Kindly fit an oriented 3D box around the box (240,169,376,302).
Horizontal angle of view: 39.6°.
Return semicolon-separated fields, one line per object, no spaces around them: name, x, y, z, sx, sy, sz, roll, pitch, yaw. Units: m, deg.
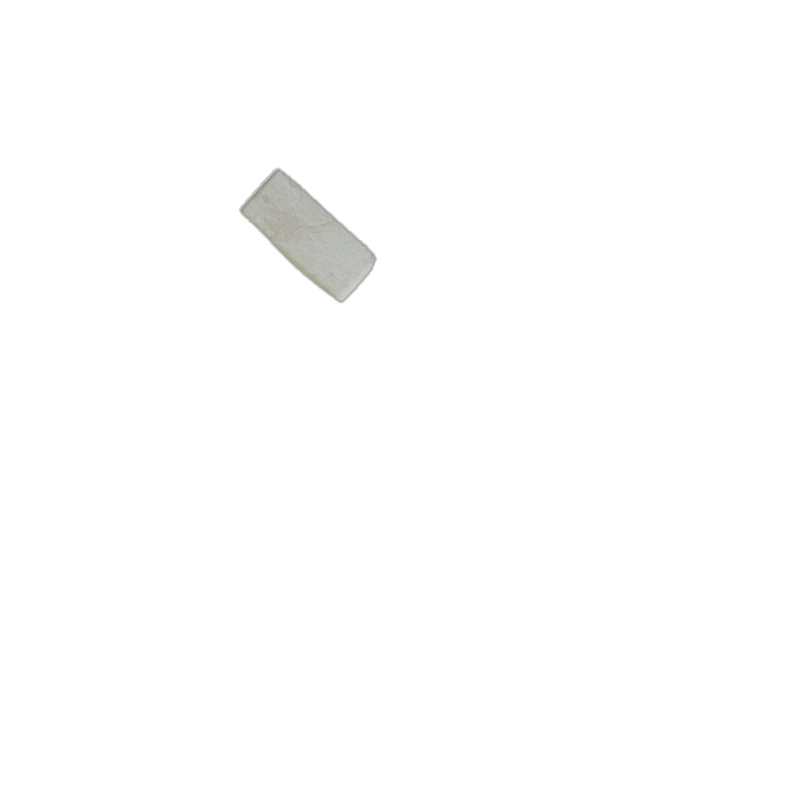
box;-0.064;-0.118;0.823;0.093;0.048;0.176;42;-1;-4
